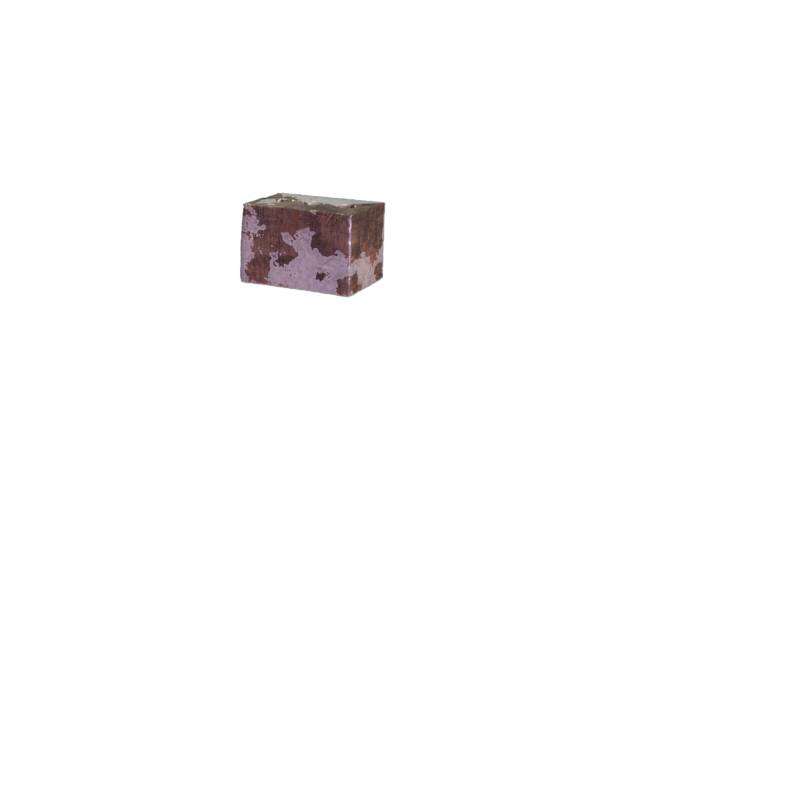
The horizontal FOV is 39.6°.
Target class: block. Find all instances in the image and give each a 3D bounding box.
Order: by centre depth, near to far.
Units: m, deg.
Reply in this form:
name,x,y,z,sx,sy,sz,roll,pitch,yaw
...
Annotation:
name,x,y,z,sx,sy,sz,roll,pitch,yaw
block,-0.054,-0.099,0.695,0.081,0.049,0.053,9,19,24
